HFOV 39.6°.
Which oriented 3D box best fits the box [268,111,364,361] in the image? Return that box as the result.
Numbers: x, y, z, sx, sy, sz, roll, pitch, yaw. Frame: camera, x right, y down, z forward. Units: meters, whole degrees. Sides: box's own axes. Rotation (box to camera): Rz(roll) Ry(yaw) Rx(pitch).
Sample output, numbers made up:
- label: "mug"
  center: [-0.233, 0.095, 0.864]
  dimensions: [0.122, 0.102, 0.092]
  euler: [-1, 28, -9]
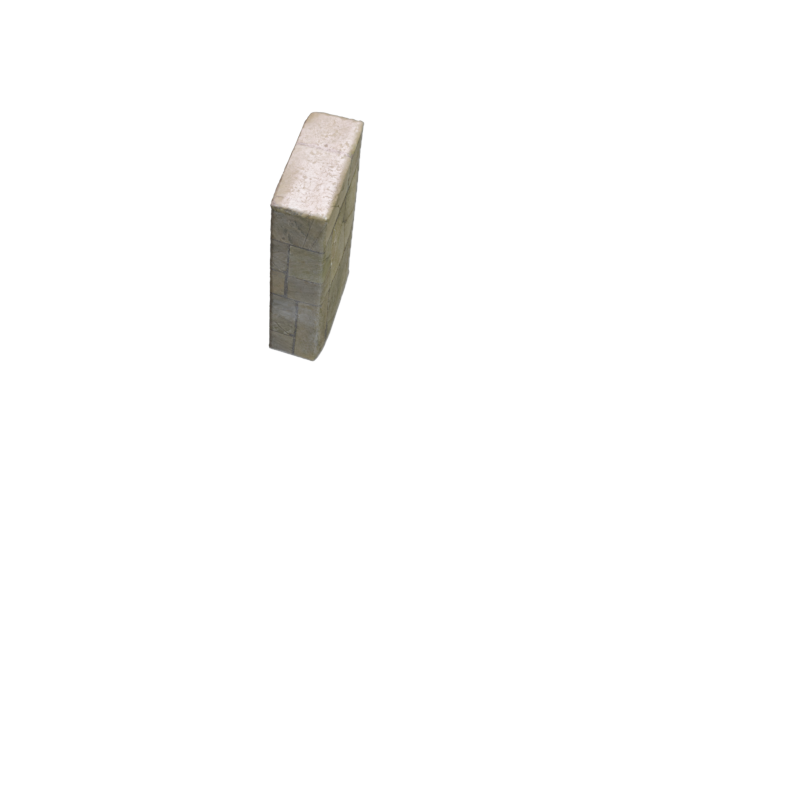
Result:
- label: "box"
  center: [-0.062, -0.114, 0.795]
  dimensions: [0.049, 0.098, 0.165]
  euler: [14, -33, 5]
